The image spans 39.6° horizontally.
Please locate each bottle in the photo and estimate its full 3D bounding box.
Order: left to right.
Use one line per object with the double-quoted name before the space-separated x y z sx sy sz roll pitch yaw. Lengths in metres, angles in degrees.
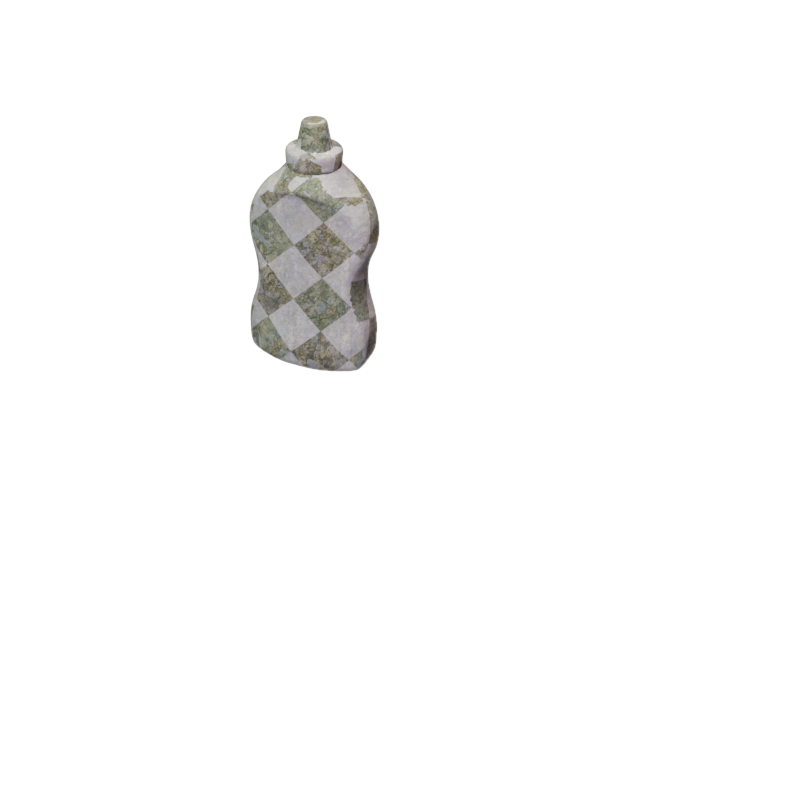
"bottle" -0.064 -0.117 0.817 0.100 0.180 0.060 15 33 21
